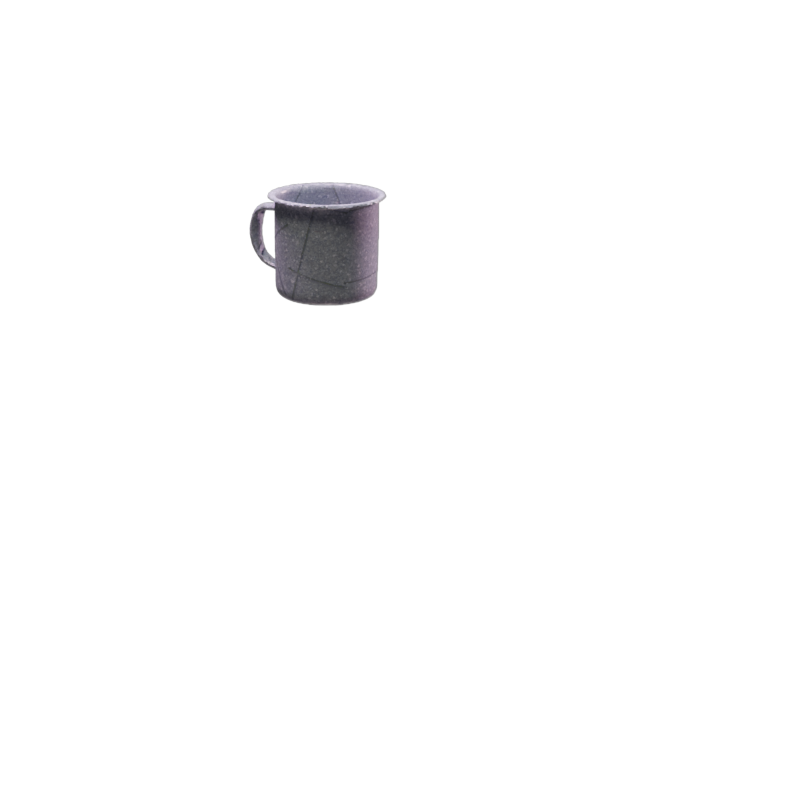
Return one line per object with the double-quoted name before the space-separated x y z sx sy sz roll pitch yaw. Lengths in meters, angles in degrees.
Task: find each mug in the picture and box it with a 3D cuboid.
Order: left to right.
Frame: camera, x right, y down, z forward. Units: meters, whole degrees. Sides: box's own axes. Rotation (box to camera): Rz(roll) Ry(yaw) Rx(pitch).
"mug" -0.069 -0.126 0.880 0.122 0.078 0.093 10 21 25
